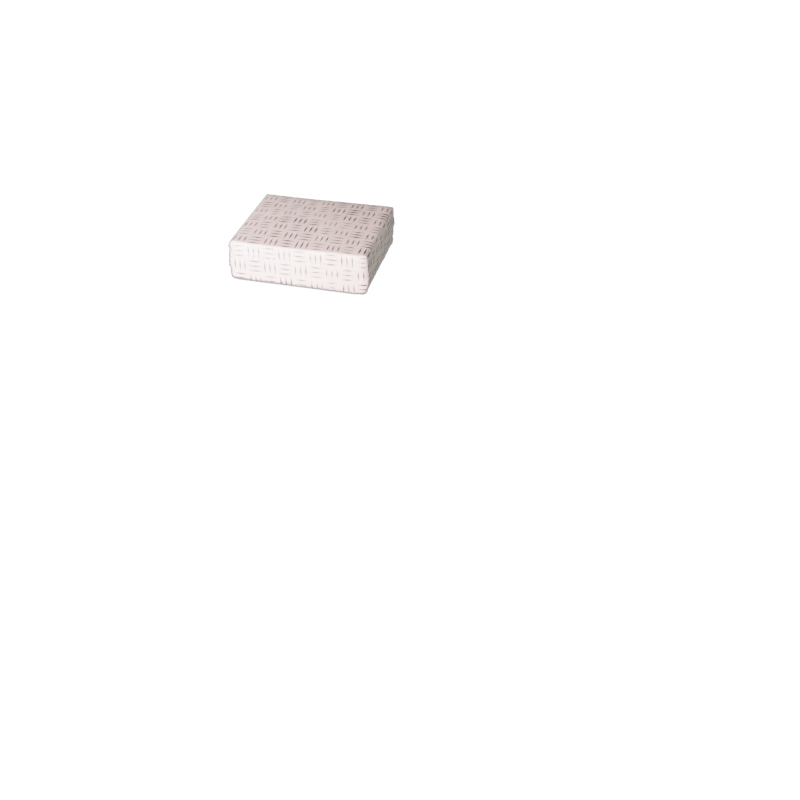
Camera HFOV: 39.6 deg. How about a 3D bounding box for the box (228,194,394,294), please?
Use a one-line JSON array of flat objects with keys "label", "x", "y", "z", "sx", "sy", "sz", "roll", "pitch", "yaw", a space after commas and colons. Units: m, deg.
[{"label": "box", "x": -0.069, "y": -0.126, "z": 0.884, "sx": 0.116, "sy": 0.036, "sz": 0.094, "roll": 9, "pitch": 35, "yaw": 12}]
